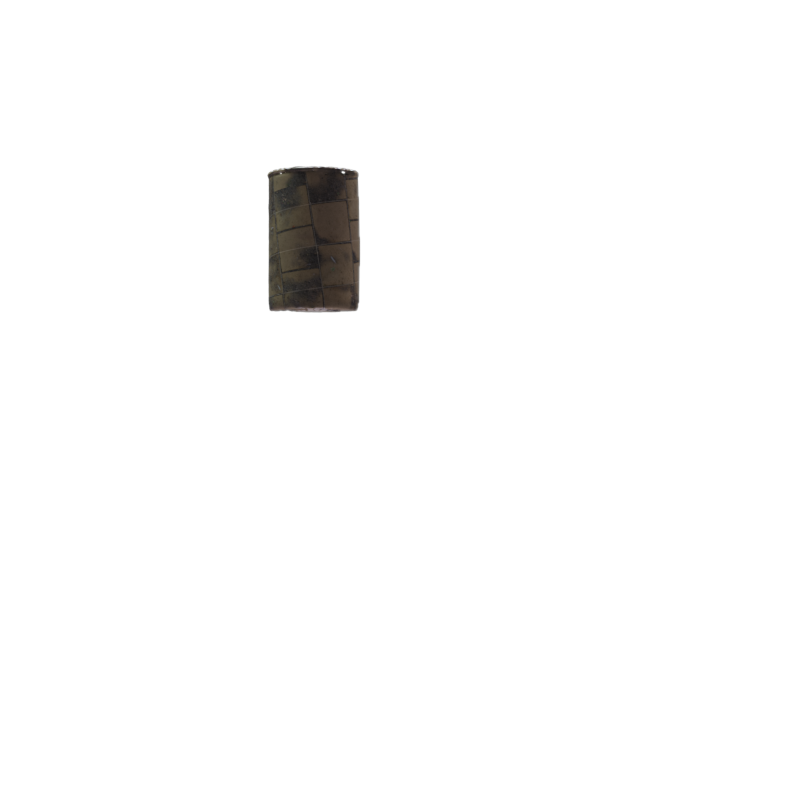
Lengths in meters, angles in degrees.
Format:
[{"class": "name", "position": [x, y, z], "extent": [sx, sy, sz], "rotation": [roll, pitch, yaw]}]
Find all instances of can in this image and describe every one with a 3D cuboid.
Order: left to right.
[{"class": "can", "position": [-0.064, -0.117, 0.817], "extent": [0.068, 0.103, 0.068], "rotation": [0, -3, -2]}]
